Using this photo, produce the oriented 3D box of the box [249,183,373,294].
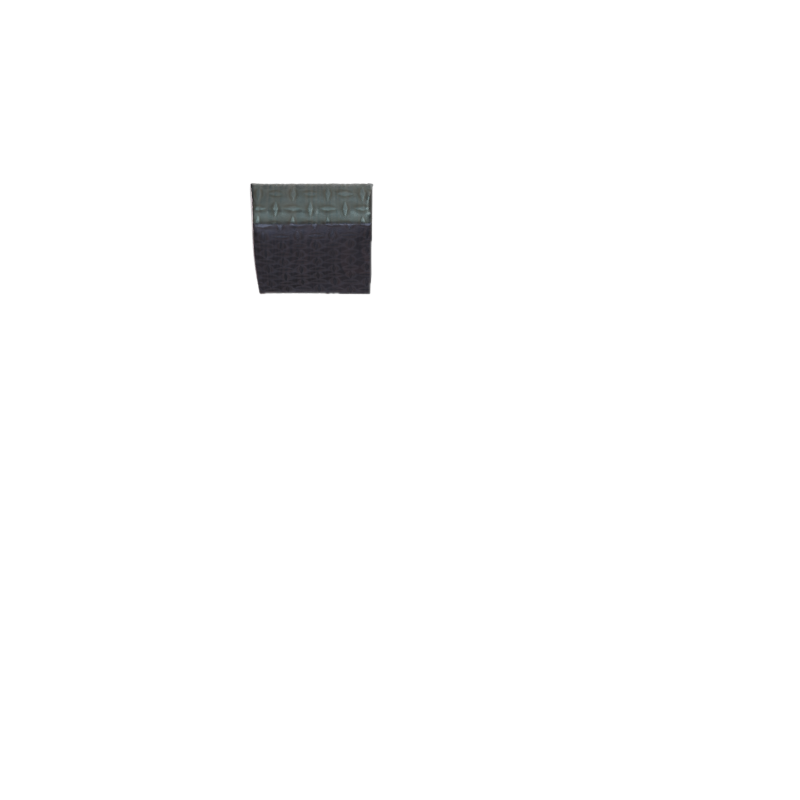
[{"bbox_3d":[-0.065,-0.119,0.834,0.090,0.041,0.107,0,-23,-1],"label":"box"}]
